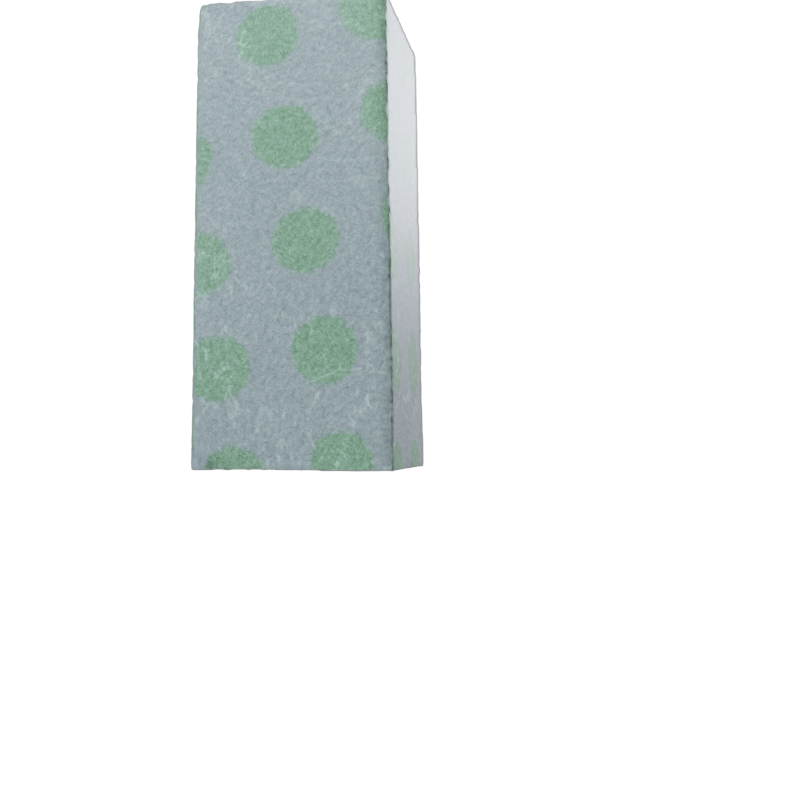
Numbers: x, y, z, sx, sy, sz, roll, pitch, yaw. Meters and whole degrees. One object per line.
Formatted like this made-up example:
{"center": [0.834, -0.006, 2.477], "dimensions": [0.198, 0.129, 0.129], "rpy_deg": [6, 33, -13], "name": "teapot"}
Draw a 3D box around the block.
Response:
{"center": [-0.041, -0.074, 0.516], "dimensions": [0.091, 0.211, 0.087], "rpy_deg": [-2, -9, 11], "name": "block"}
